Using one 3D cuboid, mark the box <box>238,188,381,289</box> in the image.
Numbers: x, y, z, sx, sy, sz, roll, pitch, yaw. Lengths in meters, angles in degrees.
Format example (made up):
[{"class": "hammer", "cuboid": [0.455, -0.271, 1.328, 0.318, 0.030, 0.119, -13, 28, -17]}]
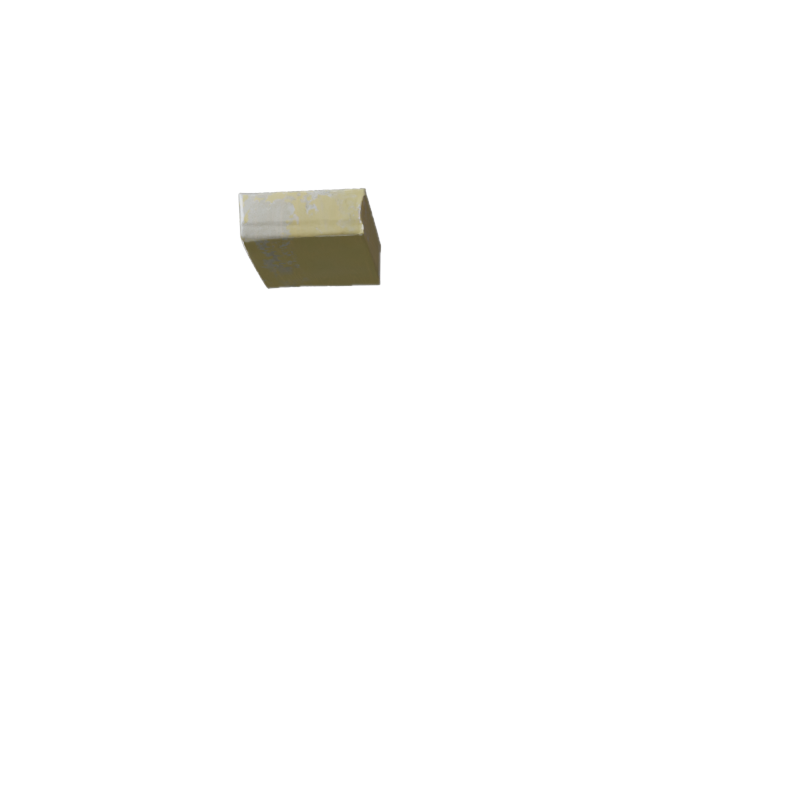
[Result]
[{"class": "box", "cuboid": [-0.063, -0.115, 0.802, 0.091, 0.040, 0.108, -2, -13, 6]}]
